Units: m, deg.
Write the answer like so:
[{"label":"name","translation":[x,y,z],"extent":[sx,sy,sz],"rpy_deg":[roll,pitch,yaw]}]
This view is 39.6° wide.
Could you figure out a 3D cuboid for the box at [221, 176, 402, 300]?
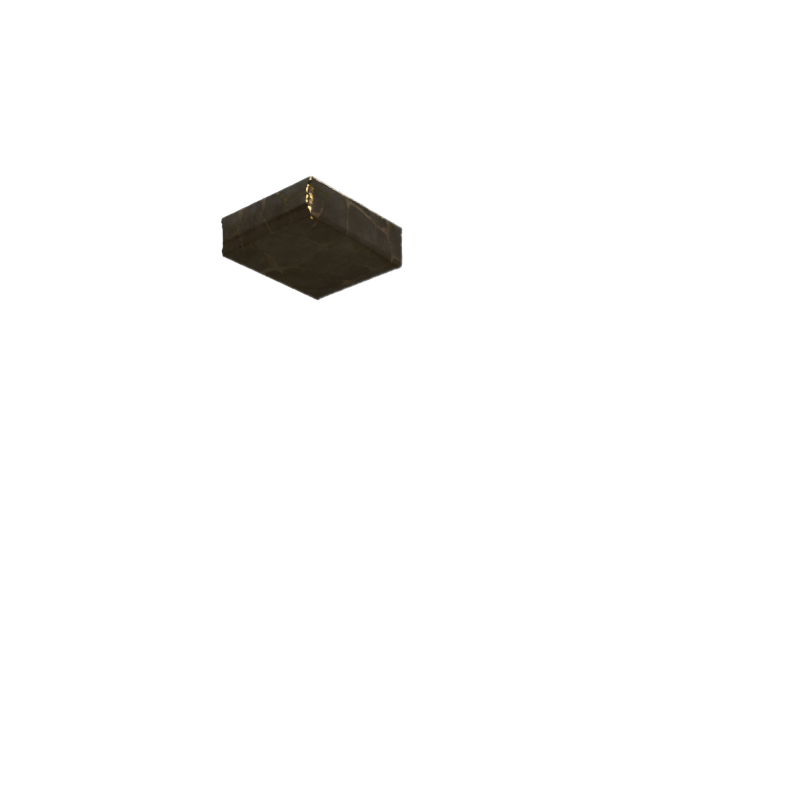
[{"label":"box","translation":[-0.065,-0.119,0.835],"extent":[0.091,0.041,0.106],"rpy_deg":[-18,-28,35]}]
